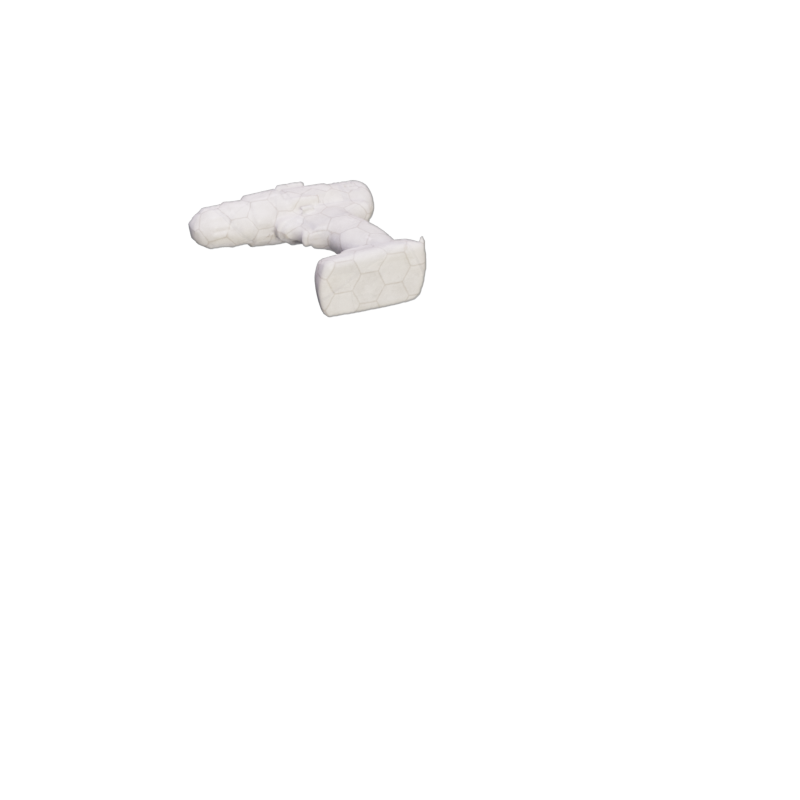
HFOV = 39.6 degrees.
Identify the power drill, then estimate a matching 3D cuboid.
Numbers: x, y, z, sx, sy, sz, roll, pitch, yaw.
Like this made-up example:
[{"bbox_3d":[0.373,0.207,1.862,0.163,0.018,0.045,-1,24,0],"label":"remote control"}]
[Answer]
[{"bbox_3d":[-0.078,-0.142,0.997,0.181,0.054,0.202,-15,36,-23],"label":"power drill"}]
